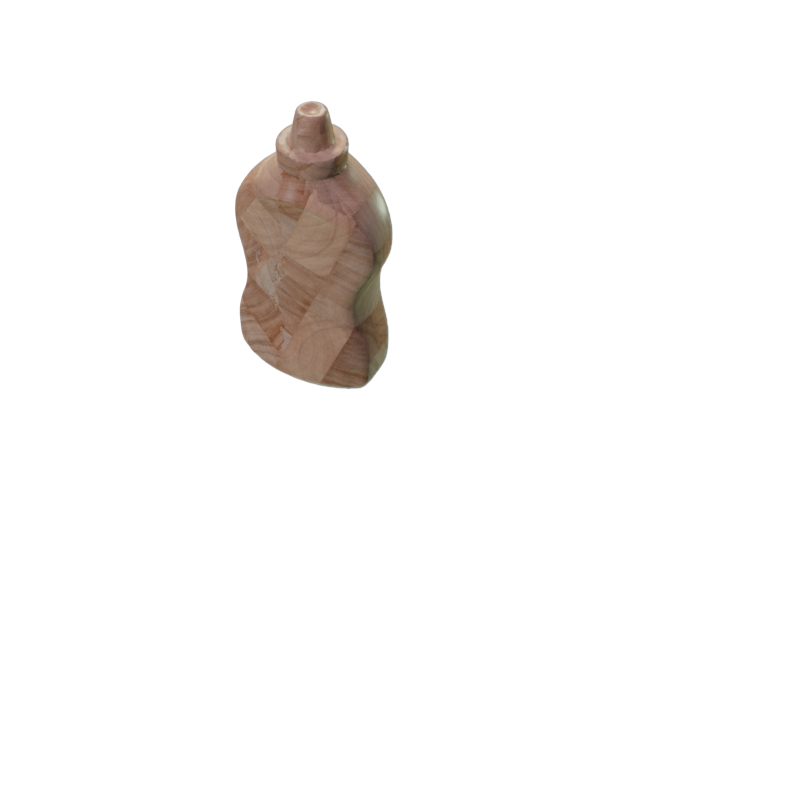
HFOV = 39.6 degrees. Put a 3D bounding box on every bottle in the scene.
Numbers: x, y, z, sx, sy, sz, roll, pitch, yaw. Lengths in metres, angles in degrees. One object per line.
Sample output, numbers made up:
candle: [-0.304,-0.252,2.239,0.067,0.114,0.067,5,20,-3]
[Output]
bottle: [-0.052,-0.094,0.663,0.100,0.179,0.060,24,48,20]
